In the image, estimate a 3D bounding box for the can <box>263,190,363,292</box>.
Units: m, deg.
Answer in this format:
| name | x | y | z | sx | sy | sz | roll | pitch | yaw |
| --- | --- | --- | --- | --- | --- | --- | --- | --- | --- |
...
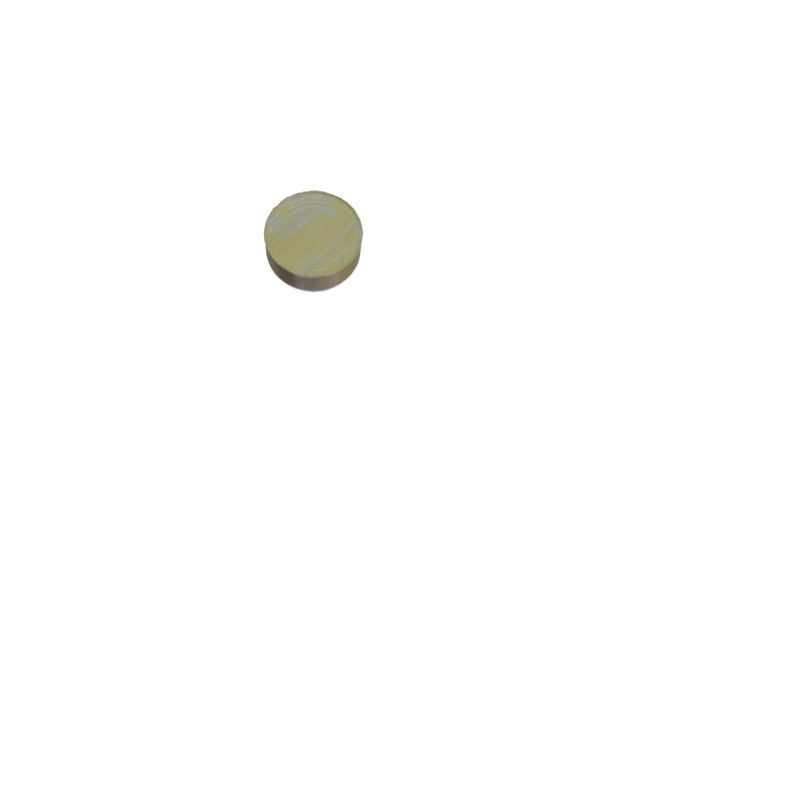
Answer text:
| name | x | y | z | sx | sy | sz | roll | pitch | yaw |
| --- | --- | --- | --- | --- | --- | --- | --- | --- | --- |
| can | -0.076 | -0.139 | 0.972 | 0.086 | 0.091 | 0.032 | -1 | -26 | -1 |
